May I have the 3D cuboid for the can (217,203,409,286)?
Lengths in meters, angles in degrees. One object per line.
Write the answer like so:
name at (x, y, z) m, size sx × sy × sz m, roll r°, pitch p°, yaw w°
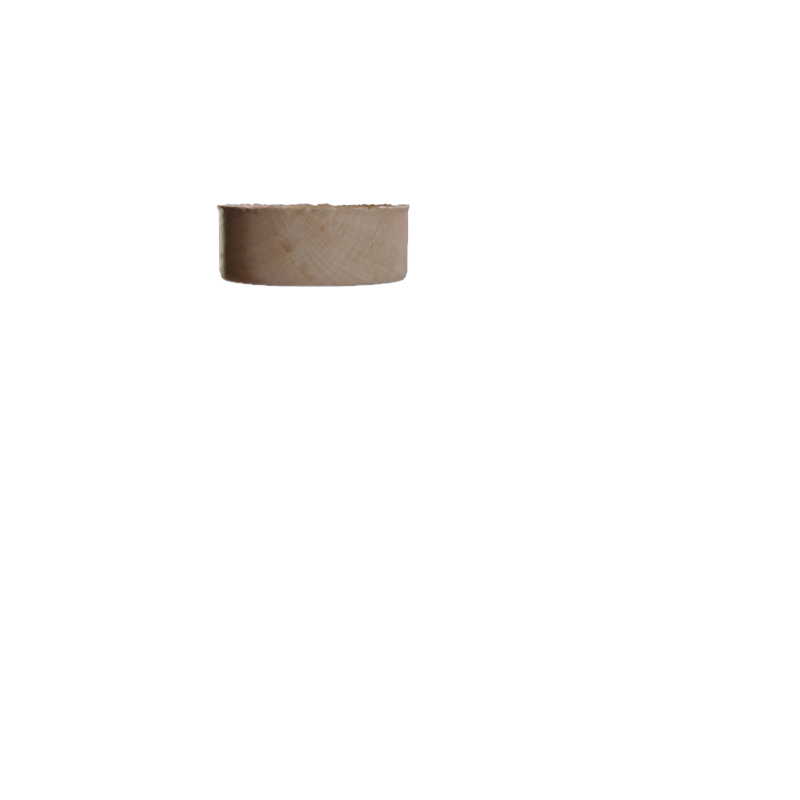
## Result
can at (-0.039, -0.071, 0.496) m, size 0.086 × 0.033 × 0.087 m, roll 0°, pitch 10°, yaw -2°
